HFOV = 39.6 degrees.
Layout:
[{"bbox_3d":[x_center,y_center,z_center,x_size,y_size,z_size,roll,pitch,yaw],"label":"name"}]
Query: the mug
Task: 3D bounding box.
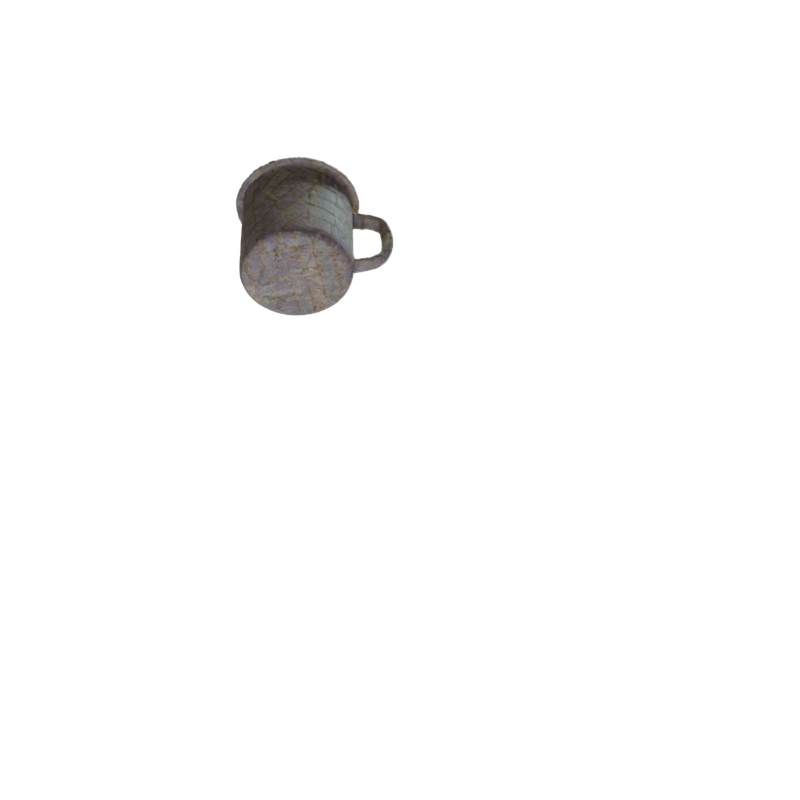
[{"bbox_3d":[-0.063,-0.116,0.810,0.116,0.087,0.087,4,-45,-6],"label":"mug"}]
